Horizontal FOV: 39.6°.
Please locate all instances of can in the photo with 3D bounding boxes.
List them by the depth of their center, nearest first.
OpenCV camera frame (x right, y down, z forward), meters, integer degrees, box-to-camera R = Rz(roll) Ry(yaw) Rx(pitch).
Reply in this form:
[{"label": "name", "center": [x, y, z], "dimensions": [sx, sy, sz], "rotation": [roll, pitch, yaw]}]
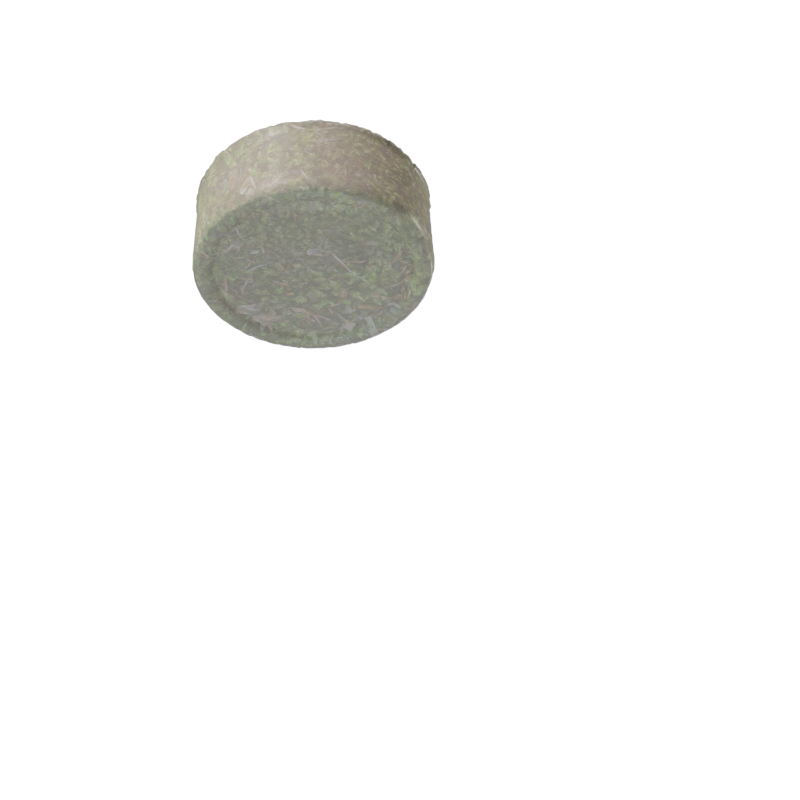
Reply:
[{"label": "can", "center": [-0.031, -0.056, 0.395], "dimensions": [0.086, 0.036, 0.080], "rotation": [1, -39, -2]}]
